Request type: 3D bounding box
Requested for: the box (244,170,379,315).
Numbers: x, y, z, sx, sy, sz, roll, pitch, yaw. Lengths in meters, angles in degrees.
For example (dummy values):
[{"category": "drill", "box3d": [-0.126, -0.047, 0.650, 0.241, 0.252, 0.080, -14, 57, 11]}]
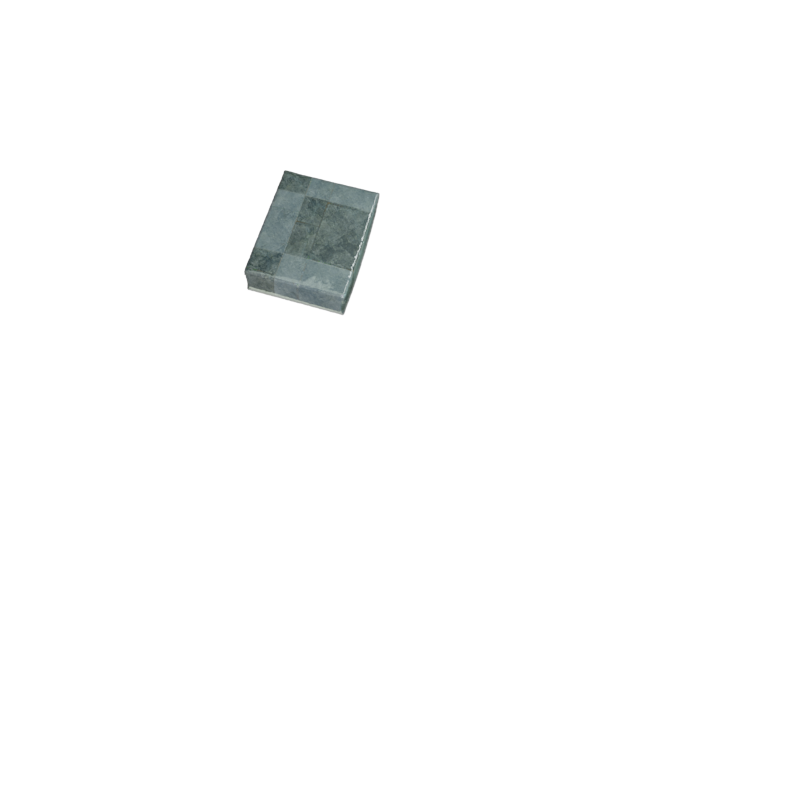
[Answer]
[{"category": "box", "box3d": [-0.076, -0.138, 0.967, 0.091, 0.119, 0.036, 14, -30, 7]}]
